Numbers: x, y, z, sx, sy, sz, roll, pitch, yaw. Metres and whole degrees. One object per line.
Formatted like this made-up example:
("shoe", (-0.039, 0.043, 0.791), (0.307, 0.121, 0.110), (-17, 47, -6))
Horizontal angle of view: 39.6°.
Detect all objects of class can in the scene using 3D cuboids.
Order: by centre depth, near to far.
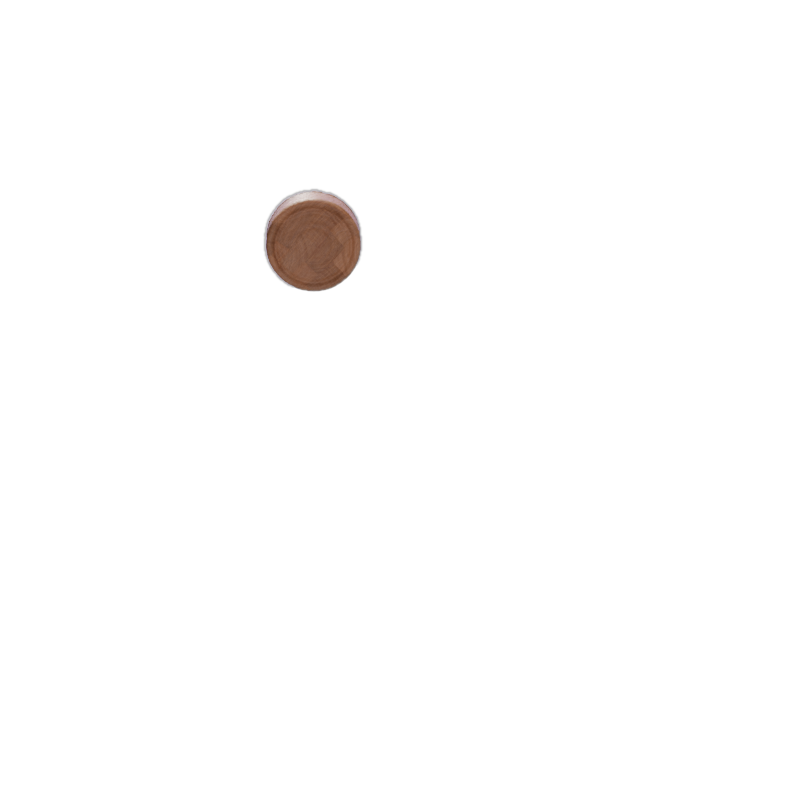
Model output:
("can", (-0.077, -0.140, 0.984), (0.086, 0.083, 0.035), (0, 17, -1))
